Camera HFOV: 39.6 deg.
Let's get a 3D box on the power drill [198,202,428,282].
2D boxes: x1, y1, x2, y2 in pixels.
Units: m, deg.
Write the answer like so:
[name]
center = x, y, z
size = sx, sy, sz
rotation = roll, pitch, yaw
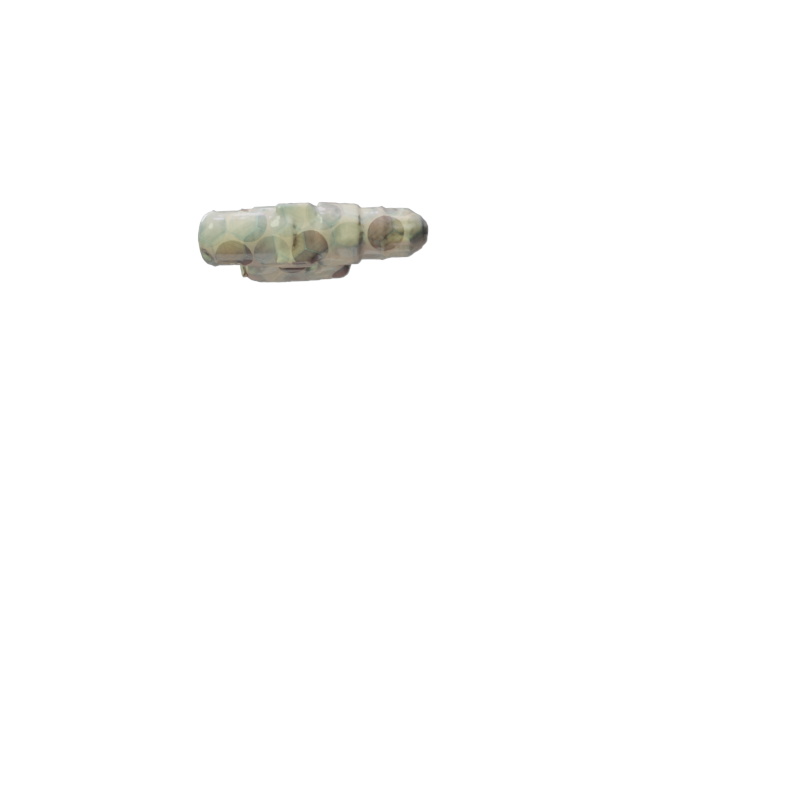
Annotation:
[power drill]
center = -0.075, -0.137, 0.959
size = 0.184, 0.058, 0.187
rotation = 0, 1, -2
